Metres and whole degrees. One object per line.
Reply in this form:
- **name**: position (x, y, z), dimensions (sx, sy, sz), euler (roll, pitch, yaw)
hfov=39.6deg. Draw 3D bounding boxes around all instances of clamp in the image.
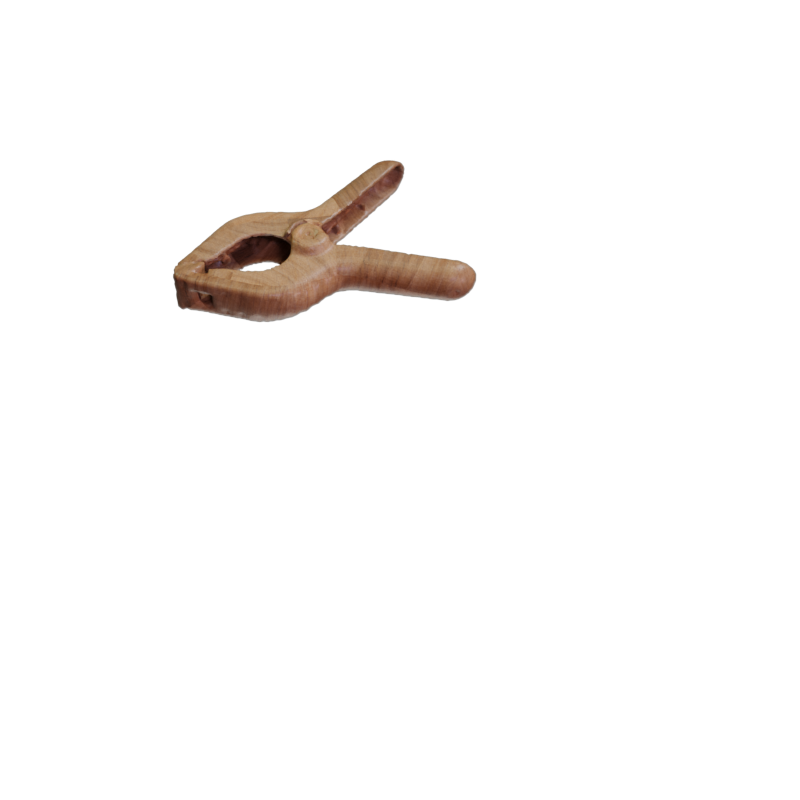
- **clamp**: position (-0.052, -0.095, 0.665), dimensions (0.170, 0.037, 0.130), euler (-8, 41, -9)
